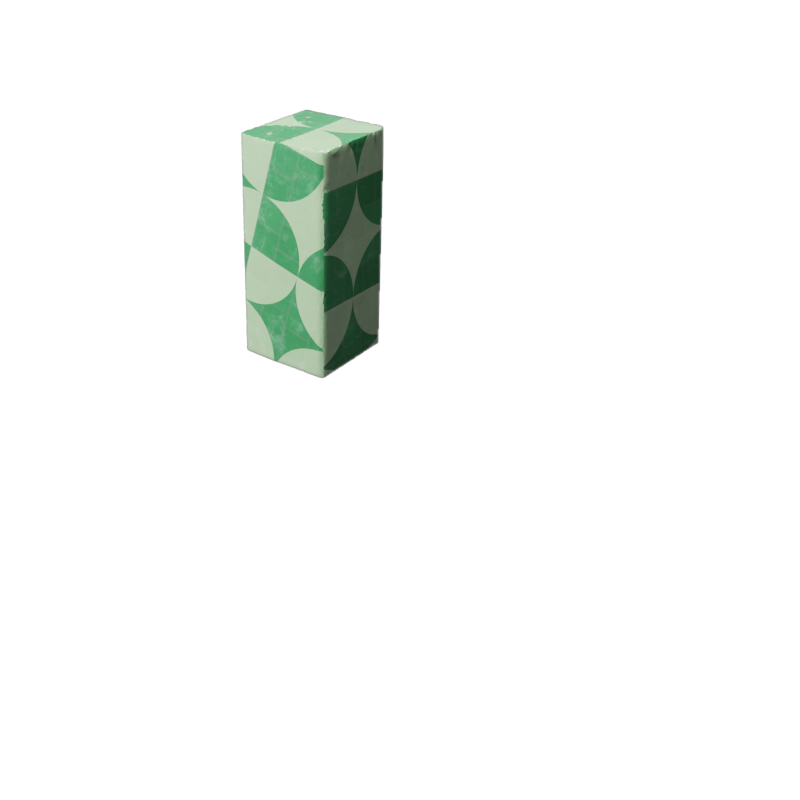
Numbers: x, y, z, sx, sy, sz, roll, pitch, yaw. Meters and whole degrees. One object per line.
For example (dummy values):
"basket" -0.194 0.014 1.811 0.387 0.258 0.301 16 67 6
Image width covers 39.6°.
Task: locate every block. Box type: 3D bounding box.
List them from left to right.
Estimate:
"block" -0.076 -0.138 0.970 0.095 0.196 0.091 18 30 32
